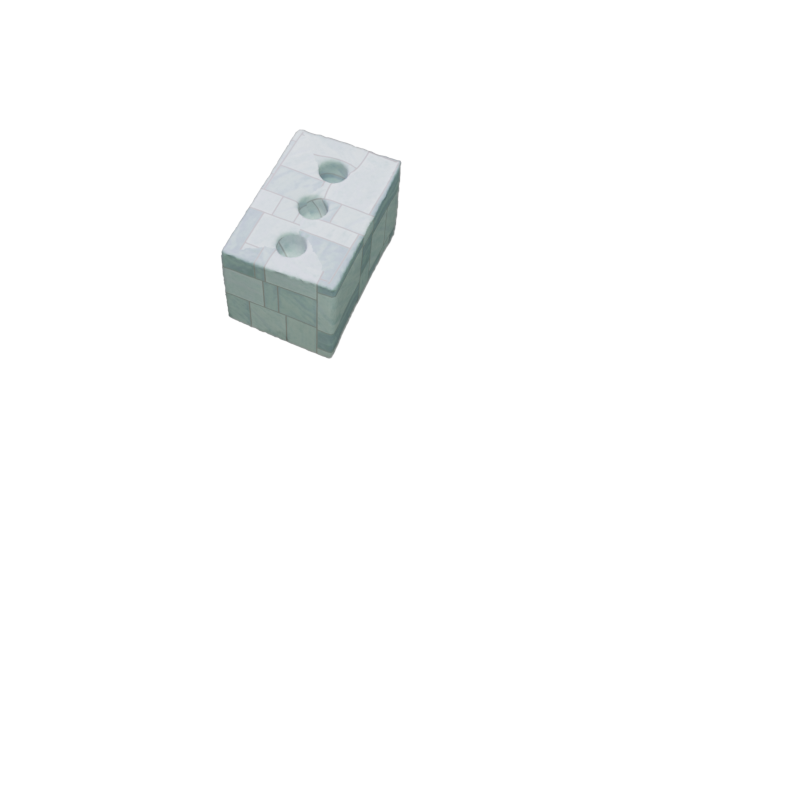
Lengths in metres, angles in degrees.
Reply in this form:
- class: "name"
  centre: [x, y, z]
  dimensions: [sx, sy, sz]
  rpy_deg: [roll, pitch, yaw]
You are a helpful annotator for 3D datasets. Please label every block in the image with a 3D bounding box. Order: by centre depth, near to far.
- class: "block"
  centre: [-0.038, -0.070, 0.490]
  dimensions: [0.054, 0.081, 0.048]
  rpy_deg: [19, -32, 10]
